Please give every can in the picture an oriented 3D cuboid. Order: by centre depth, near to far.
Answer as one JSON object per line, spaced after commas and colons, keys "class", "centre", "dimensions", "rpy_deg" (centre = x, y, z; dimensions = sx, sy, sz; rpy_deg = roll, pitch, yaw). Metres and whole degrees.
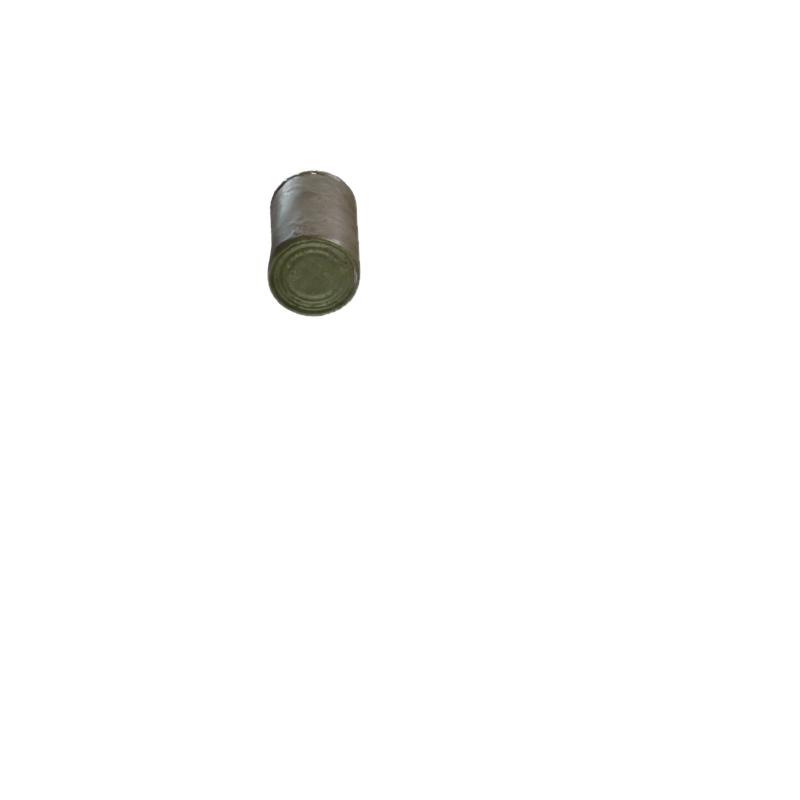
{"class": "can", "centre": [-0.064, -0.117, 0.821], "dimensions": [0.068, 0.064, 0.109], "rpy_deg": [-1, 35, -3]}
